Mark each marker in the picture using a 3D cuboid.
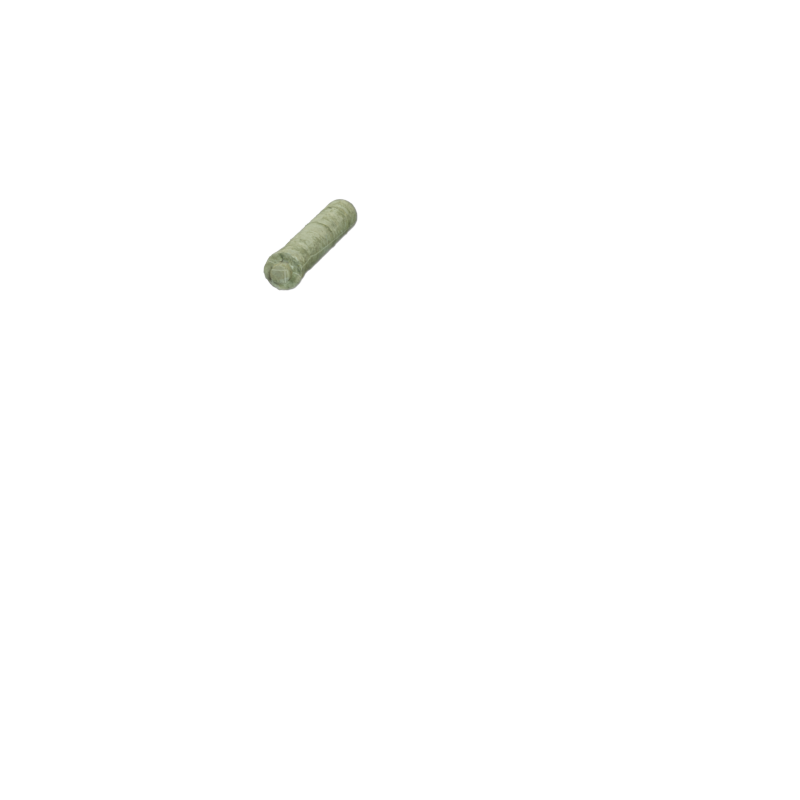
[{"bbox_3d":[-0.044,-0.080,0.561,0.020,0.019,0.124,0,22,11],"label":"marker"}]
